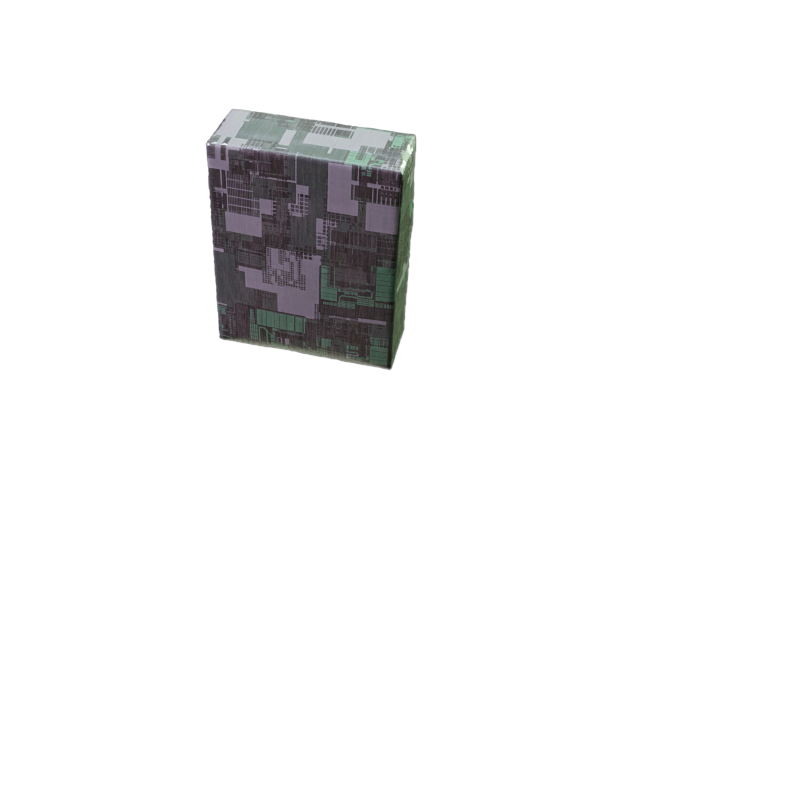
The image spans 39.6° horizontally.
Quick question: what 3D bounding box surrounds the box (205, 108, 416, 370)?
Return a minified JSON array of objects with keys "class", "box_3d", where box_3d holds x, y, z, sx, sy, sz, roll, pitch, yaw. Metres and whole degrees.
[{"class":"box","box_3d":[-0.075,-0.137,0.959,0.167,0.199,0.075,11,41,10]}]
